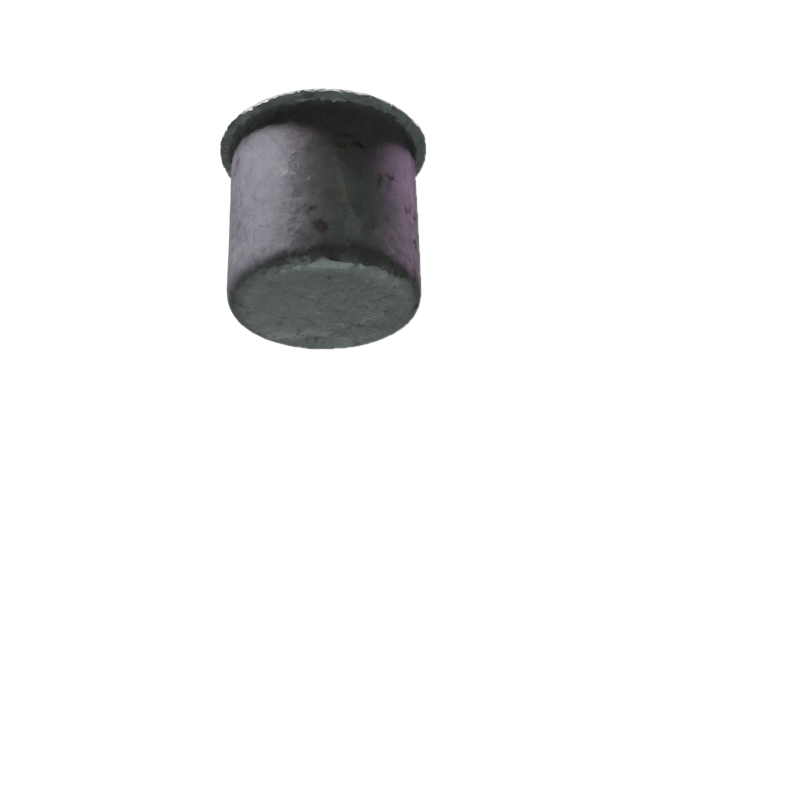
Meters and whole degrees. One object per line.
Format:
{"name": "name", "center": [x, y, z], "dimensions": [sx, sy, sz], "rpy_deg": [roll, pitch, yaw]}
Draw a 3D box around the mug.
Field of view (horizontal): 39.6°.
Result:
{"name": "mug", "center": [-0.038, -0.070, 0.489], "dimensions": [0.090, 0.087, 0.114], "rpy_deg": [11, -29, -23]}
